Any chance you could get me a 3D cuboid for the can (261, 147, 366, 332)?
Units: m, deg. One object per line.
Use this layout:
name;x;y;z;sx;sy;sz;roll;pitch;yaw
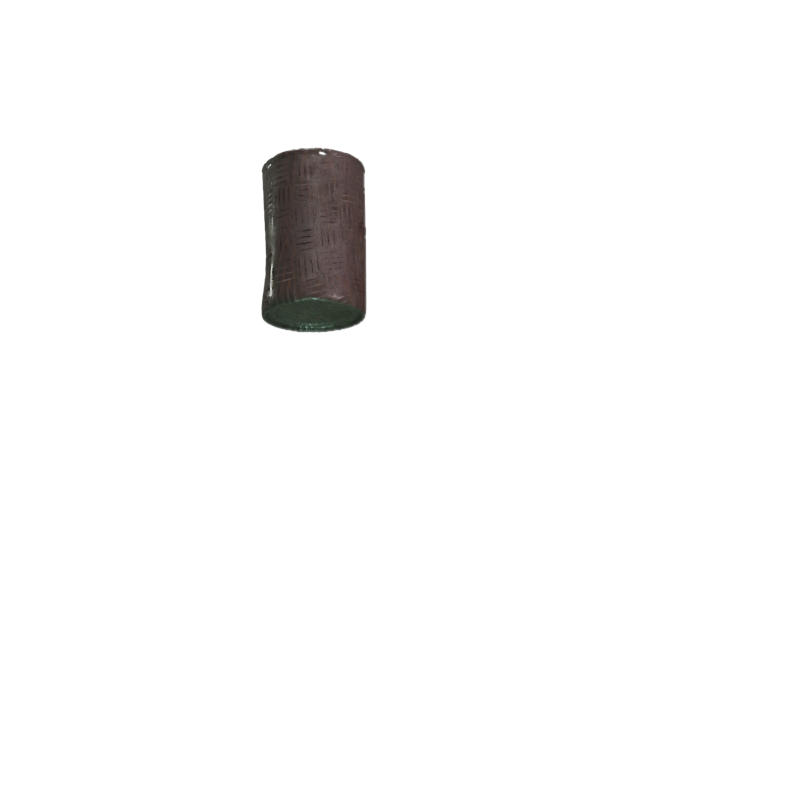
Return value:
can;-0.056;-0.101;0.710;0.068;0.107;0.065;0;-19;-2
